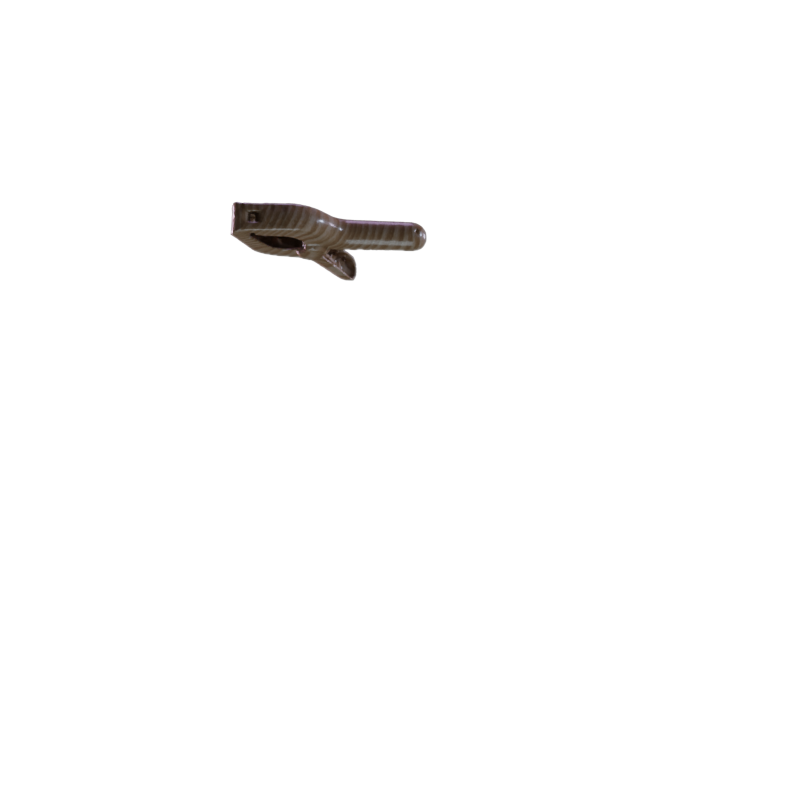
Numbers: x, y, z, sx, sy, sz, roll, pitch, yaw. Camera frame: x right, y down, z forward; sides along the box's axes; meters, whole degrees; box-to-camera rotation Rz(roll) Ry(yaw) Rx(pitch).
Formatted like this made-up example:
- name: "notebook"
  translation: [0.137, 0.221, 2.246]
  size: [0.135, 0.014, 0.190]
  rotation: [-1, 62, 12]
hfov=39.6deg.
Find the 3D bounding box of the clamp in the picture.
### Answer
- name: "clamp"
  translation: [-0.077, -0.140, 0.982]
  size: [0.165, 0.041, 0.118]
  rotation: [9, -23, -24]
